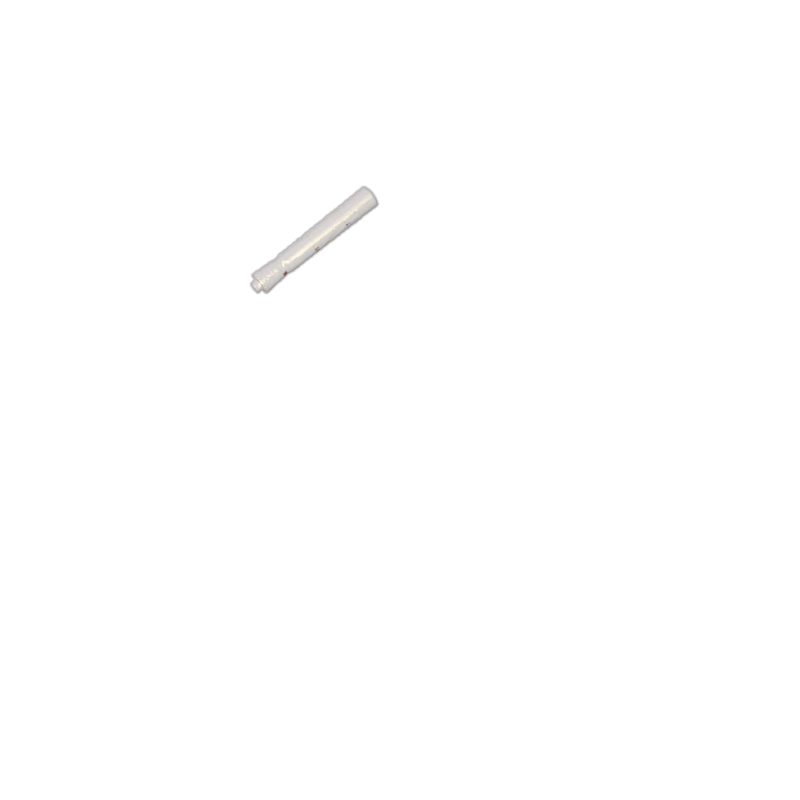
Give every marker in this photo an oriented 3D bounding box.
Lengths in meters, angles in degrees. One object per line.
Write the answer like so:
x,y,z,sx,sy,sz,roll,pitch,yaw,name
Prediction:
-0.069,-0.126,0.881,0.121,0.019,0.020,-40,14,-11,marker
